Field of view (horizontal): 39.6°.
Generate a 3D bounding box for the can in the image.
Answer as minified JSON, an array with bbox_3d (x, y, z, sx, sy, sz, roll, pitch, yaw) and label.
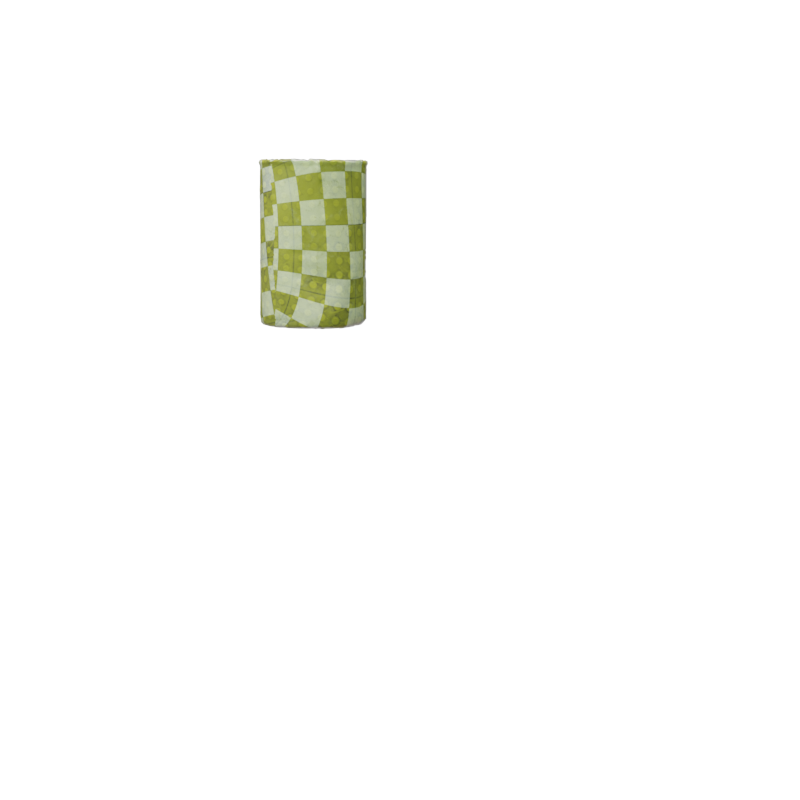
[{"bbox_3d":[-0.054,-0.099,0.693,0.068,0.101,0.069,0,5,-2],"label":"can"}]
